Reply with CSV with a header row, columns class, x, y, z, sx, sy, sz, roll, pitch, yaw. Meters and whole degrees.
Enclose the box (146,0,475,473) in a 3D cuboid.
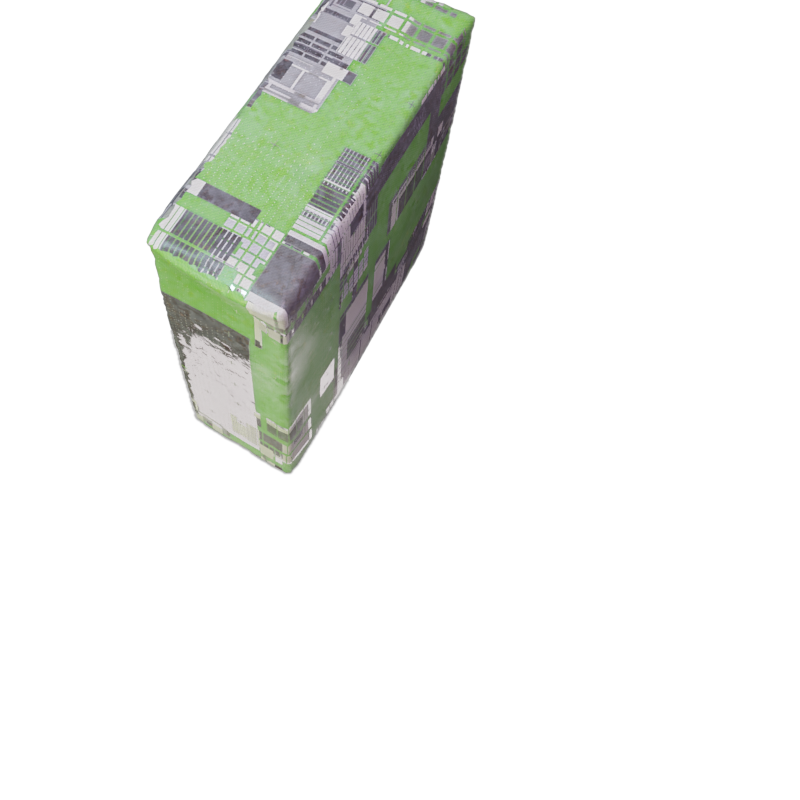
class,x,y,z,sx,sy,sz,roll,pitch,yaw
box,-0.042,-0.077,0.538,0.073,0.169,0.203,27,-21,7
